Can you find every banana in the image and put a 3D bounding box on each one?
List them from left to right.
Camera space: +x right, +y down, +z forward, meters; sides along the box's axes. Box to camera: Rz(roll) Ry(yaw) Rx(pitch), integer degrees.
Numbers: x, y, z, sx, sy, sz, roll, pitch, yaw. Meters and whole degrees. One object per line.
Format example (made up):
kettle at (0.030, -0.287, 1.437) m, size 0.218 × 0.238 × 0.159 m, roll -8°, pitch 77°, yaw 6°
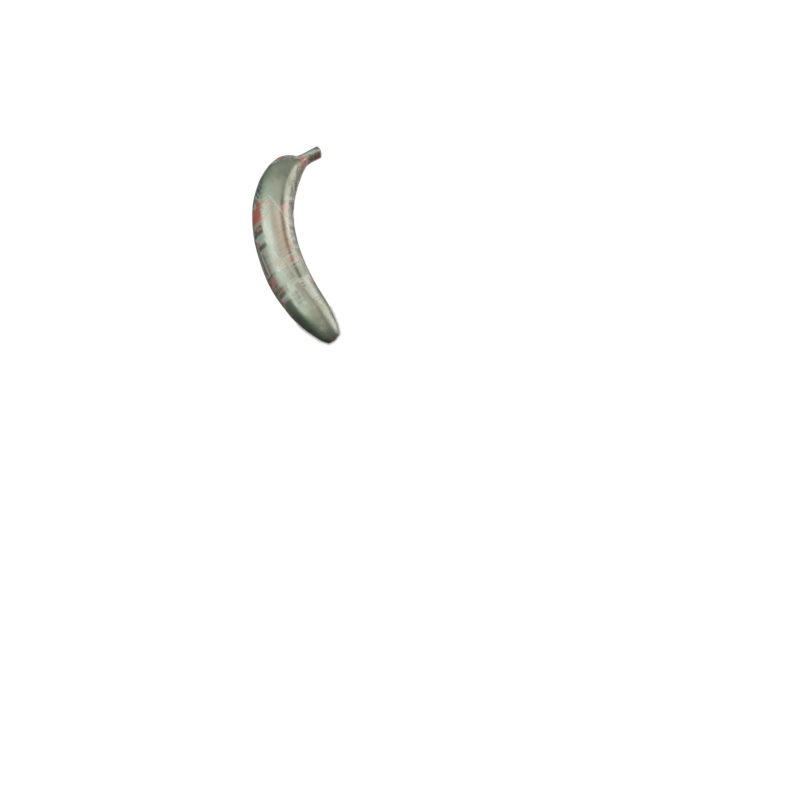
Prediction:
banana at (-0.096, -0.143, 0.988) m, size 0.069 × 0.209 × 0.035 m, roll -5°, pitch -23°, yaw -3°
